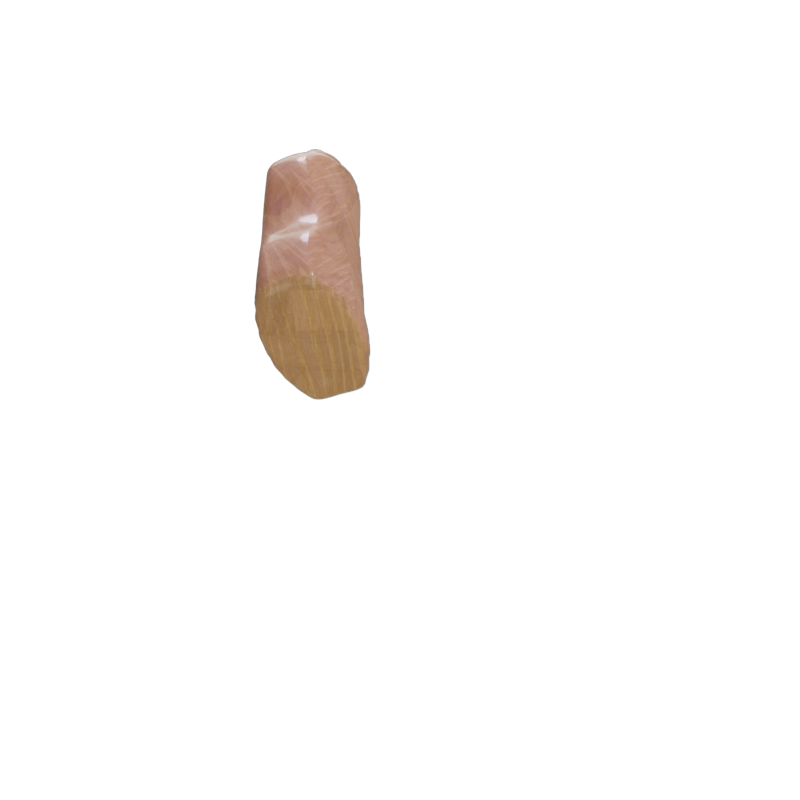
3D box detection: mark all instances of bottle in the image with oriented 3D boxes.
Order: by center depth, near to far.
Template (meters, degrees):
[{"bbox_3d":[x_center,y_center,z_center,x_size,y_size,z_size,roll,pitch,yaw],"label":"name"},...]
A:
[{"bbox_3d":[-0.053,-0.098,0.689,0.059,0.089,0.206,-18,40,11],"label":"bottle"}]
